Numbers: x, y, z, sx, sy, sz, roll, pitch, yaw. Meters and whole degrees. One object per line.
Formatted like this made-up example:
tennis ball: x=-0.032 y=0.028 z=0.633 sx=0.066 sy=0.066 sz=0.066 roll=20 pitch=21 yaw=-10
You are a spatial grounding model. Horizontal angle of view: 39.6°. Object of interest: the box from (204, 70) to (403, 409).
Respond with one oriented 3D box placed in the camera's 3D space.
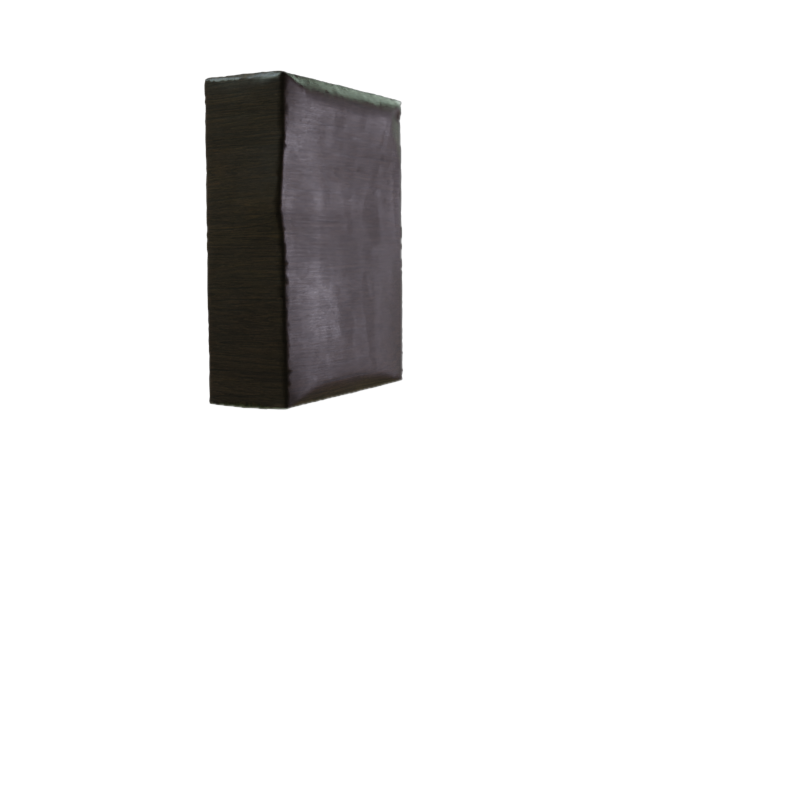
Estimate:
box: x=-0.060 y=-0.110 z=0.769 sx=0.074 sy=0.214 sz=0.159 roll=0 pitch=2 yaw=29
